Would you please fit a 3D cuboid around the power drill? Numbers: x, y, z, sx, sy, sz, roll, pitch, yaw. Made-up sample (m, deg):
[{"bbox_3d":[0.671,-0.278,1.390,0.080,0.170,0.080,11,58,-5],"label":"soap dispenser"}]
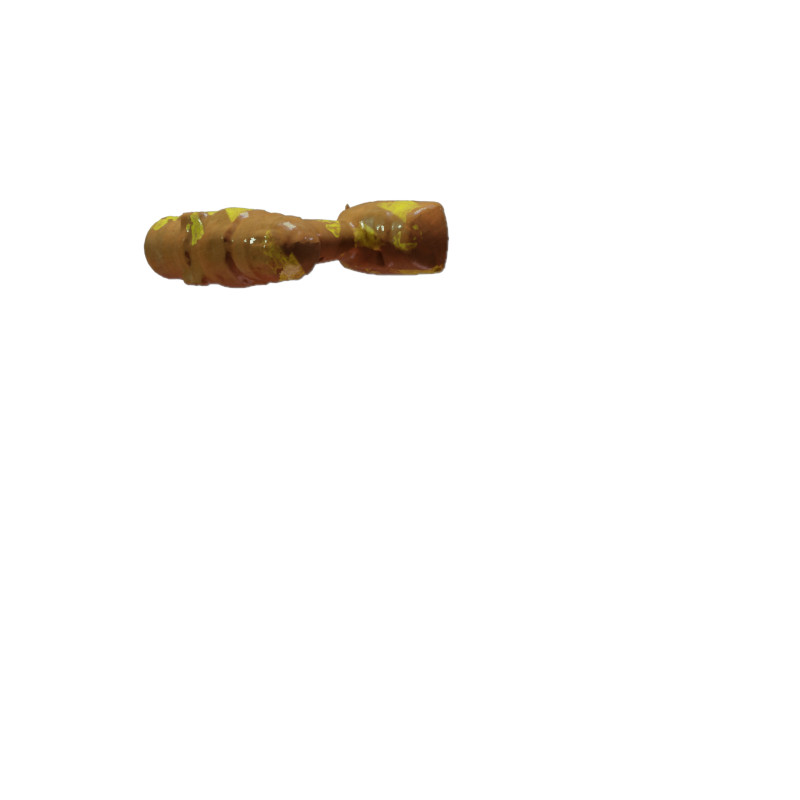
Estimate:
[{"bbox_3d":[-0.060,-0.109,0.763,0.182,0.057,0.193,-7,12,-36],"label":"power drill"}]
